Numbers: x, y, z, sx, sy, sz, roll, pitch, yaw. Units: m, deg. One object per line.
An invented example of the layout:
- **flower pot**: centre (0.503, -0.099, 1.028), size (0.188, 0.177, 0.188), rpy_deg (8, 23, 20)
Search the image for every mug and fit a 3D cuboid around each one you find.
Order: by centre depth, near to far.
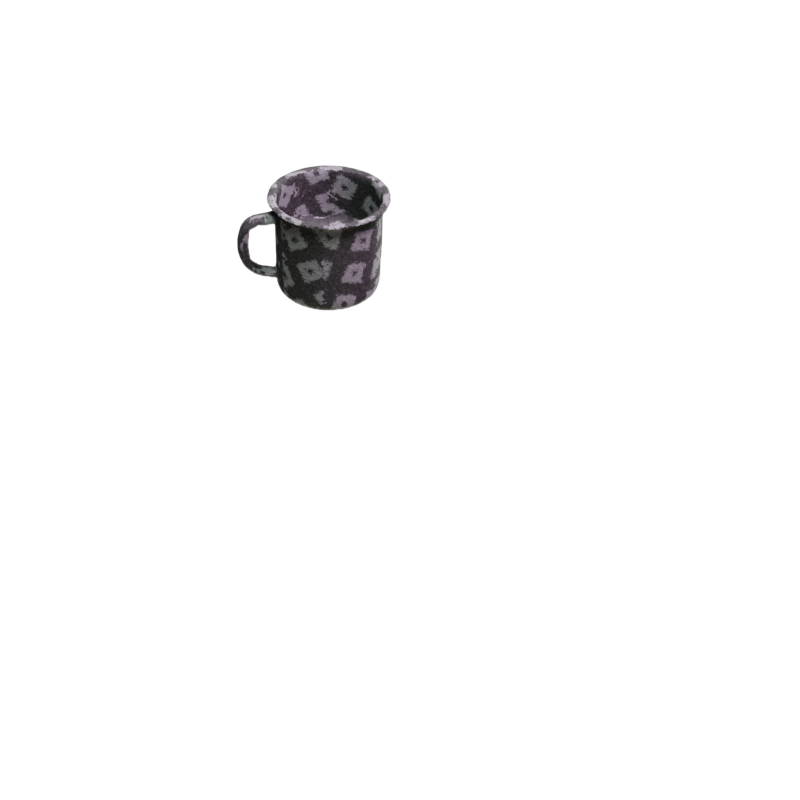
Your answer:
- **mug**: centre (-0.067, -0.122, 0.852), size (0.116, 0.076, 0.101), rpy_deg (-8, 38, -12)
